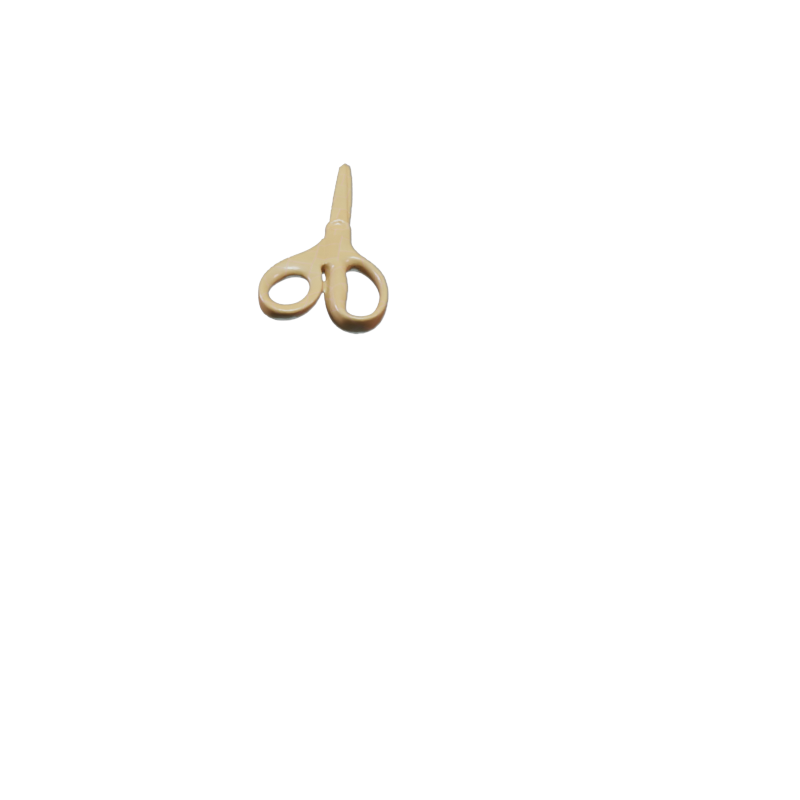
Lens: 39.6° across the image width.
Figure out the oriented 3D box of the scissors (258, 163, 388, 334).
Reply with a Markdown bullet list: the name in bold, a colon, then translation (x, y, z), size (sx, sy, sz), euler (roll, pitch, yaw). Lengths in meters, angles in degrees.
- **scissors**: translation (-0.062, -0.114, 0.795), size (0.095, 0.015, 0.218), euler (-8, 40, -10)
